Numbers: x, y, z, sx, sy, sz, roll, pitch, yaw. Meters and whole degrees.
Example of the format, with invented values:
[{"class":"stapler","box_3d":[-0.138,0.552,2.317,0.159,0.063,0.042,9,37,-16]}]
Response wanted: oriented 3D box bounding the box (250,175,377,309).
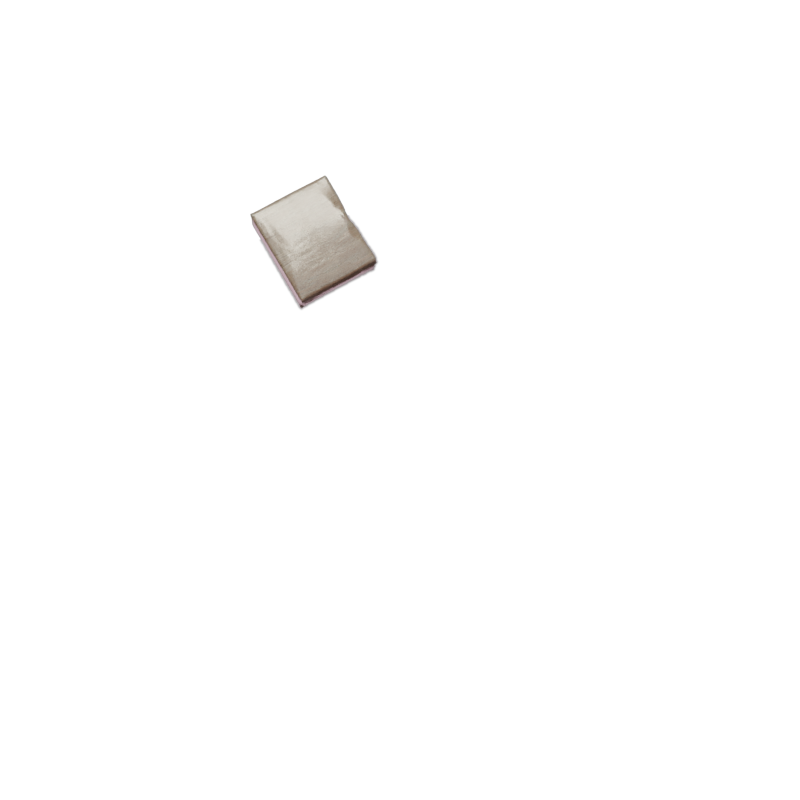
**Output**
[{"class":"box","box_3d":[-0.073,-0.132,0.928,0.073,0.093,0.029,-29,-15,-9]}]
